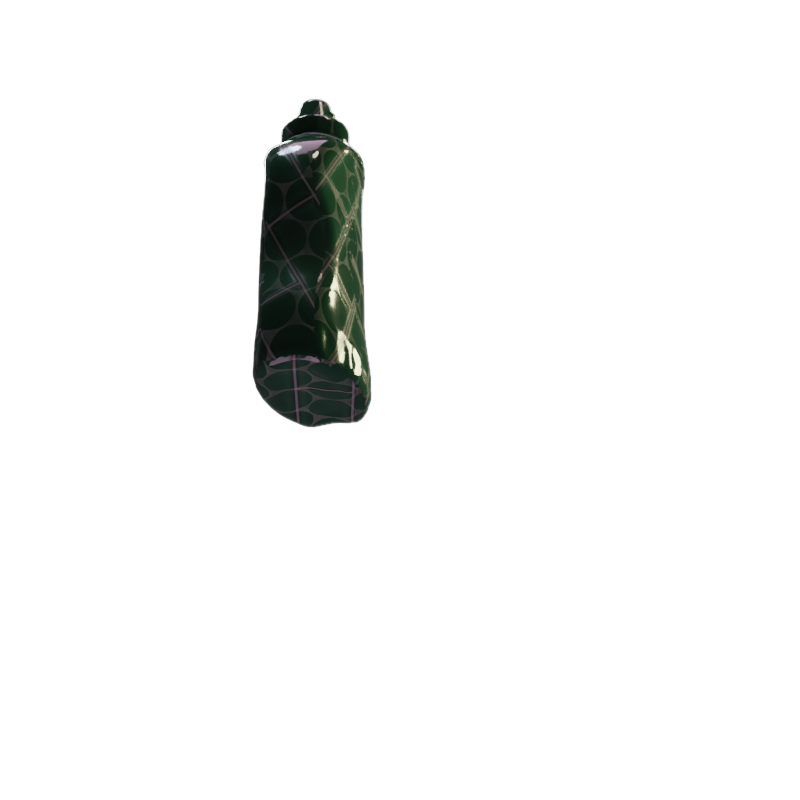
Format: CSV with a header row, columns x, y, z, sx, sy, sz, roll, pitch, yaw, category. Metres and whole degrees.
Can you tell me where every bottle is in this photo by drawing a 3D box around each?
x,y,z,sx,sy,sz,roll,pitch,yaw,category
-0.049,-0.090,0.627,0.059,0.204,0.089,-9,-29,12,bottle
